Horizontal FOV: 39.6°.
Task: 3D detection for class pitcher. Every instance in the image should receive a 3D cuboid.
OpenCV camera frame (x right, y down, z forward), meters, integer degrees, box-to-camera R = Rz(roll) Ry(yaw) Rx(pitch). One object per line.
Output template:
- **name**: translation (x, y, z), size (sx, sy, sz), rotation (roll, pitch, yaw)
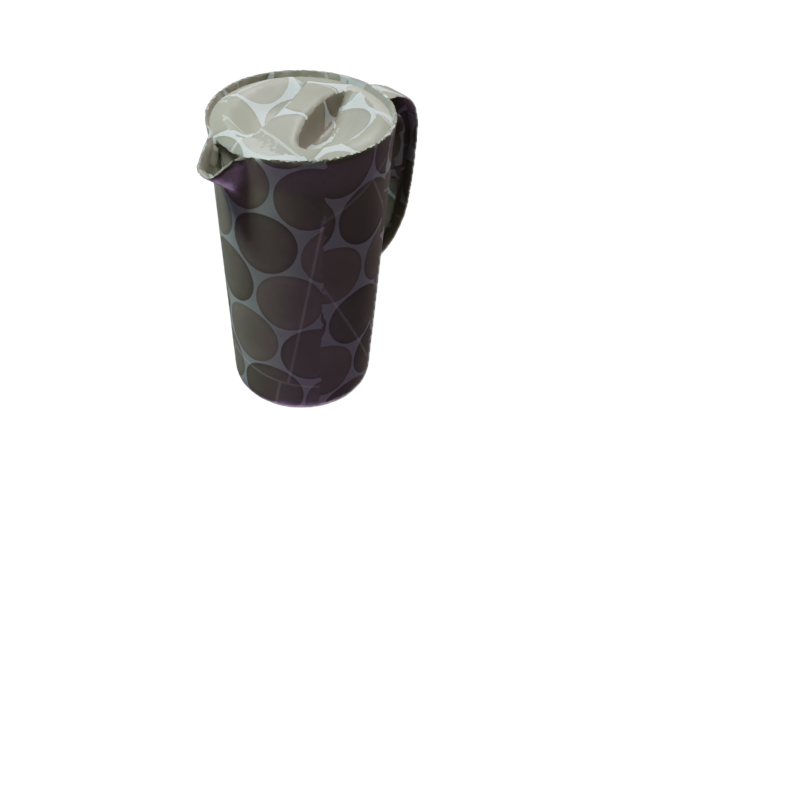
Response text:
- **pitcher**: translation (-0.066, -0.120, 0.838), size (0.150, 0.227, 0.155), rotation (3, 39, 1)
